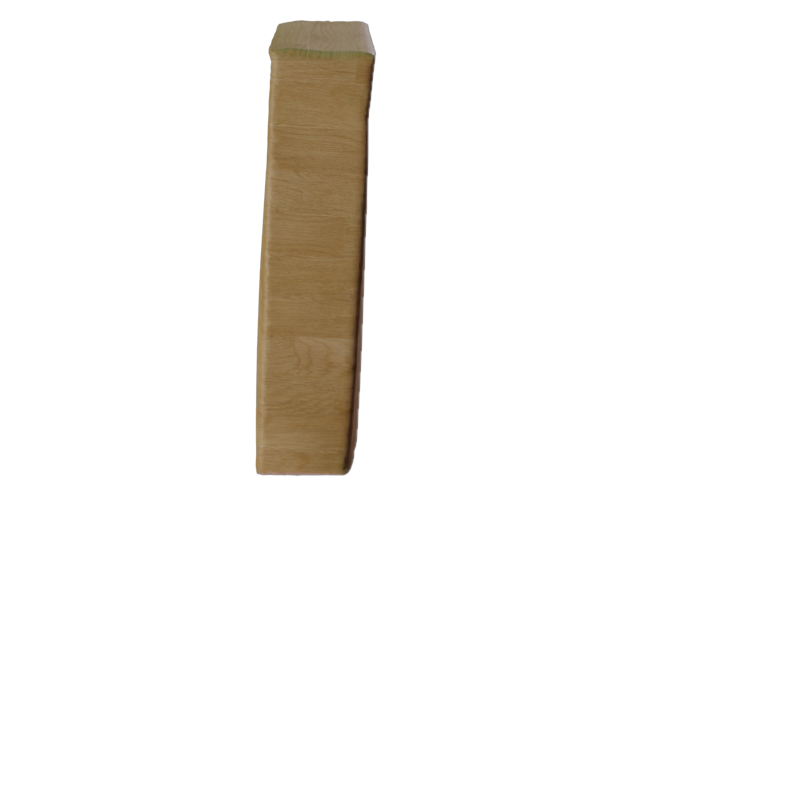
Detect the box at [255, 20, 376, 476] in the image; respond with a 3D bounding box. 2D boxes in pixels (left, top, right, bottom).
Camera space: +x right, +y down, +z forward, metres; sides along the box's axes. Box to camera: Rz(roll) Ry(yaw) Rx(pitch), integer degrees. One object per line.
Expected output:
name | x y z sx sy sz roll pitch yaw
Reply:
box | -0.037 -0.067 0.469 0.048 0.169 0.098 0 20 -3
